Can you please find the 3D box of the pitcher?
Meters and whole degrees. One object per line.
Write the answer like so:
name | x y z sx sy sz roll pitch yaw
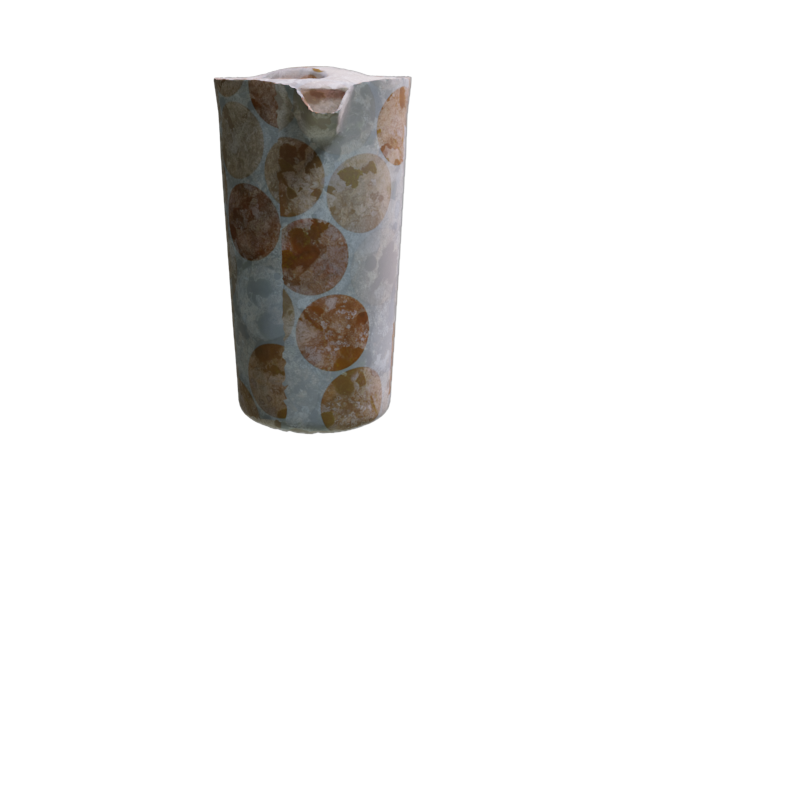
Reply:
pitcher | -0.061 -0.111 0.776 0.152 0.237 0.146 9 15 35
